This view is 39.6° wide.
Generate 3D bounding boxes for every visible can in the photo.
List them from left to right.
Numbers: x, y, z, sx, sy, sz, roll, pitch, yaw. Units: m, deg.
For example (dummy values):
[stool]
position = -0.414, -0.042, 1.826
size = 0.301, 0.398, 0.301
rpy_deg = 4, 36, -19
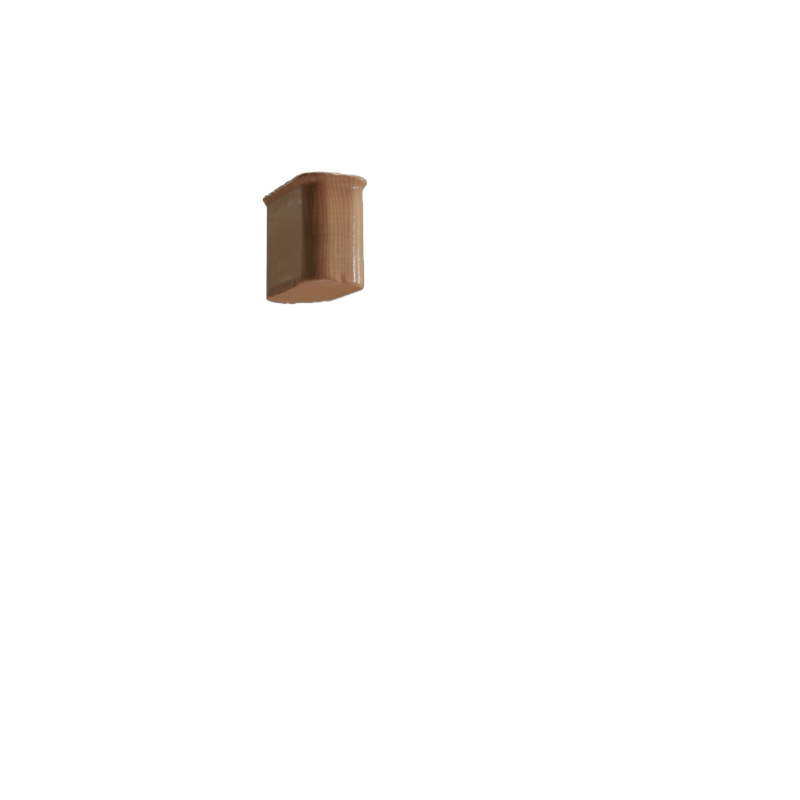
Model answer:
[can]
position = -0.067, -0.122, 0.855
size = 0.055, 0.086, 0.103
rpy_deg = 5, -9, -27
